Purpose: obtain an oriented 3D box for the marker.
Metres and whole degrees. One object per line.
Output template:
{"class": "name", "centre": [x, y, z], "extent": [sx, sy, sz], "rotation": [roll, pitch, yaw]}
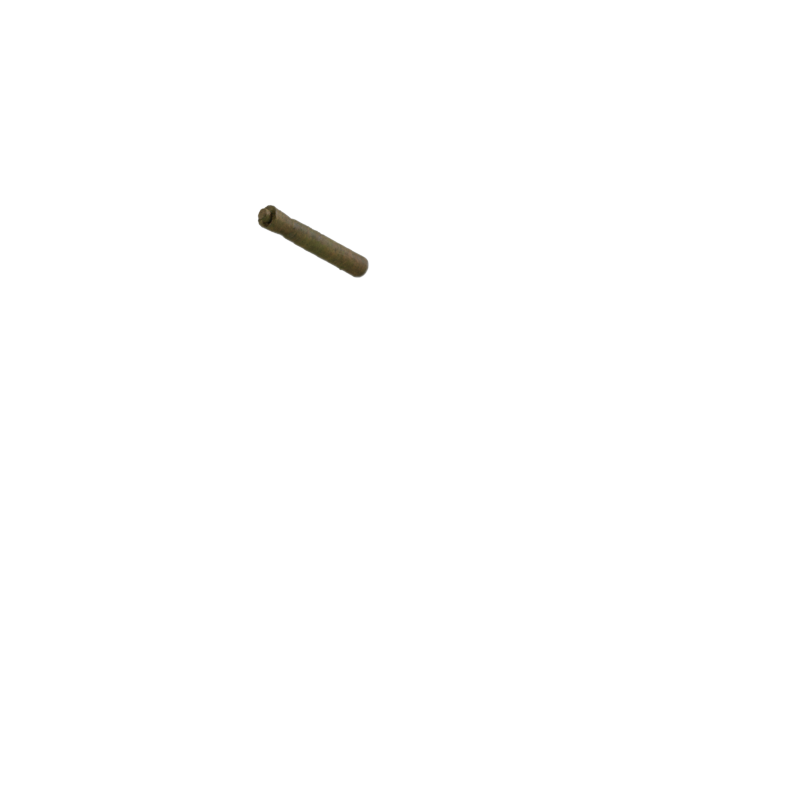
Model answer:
{"class": "marker", "centre": [-0.069, -0.126, 0.881], "extent": [0.021, 0.020, 0.113], "rotation": [4, -14, 42]}
